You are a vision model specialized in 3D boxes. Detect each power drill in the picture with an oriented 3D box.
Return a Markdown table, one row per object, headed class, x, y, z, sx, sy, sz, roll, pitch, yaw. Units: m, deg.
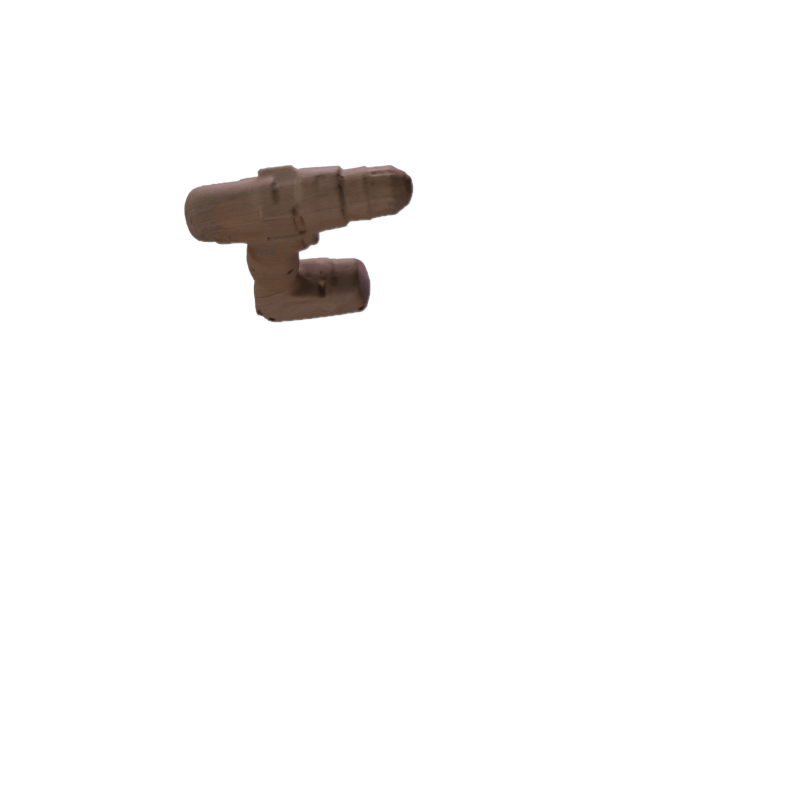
| class | x | y | z | sx | sy | sz | roll | pitch | yaw |
| --- | --- | --- | --- | --- | --- | --- | --- | --- | --- |
| power drill | -0.074 | -0.135 | 0.945 | 0.186 | 0.061 | 0.175 | -4 | -25 | 7 |
